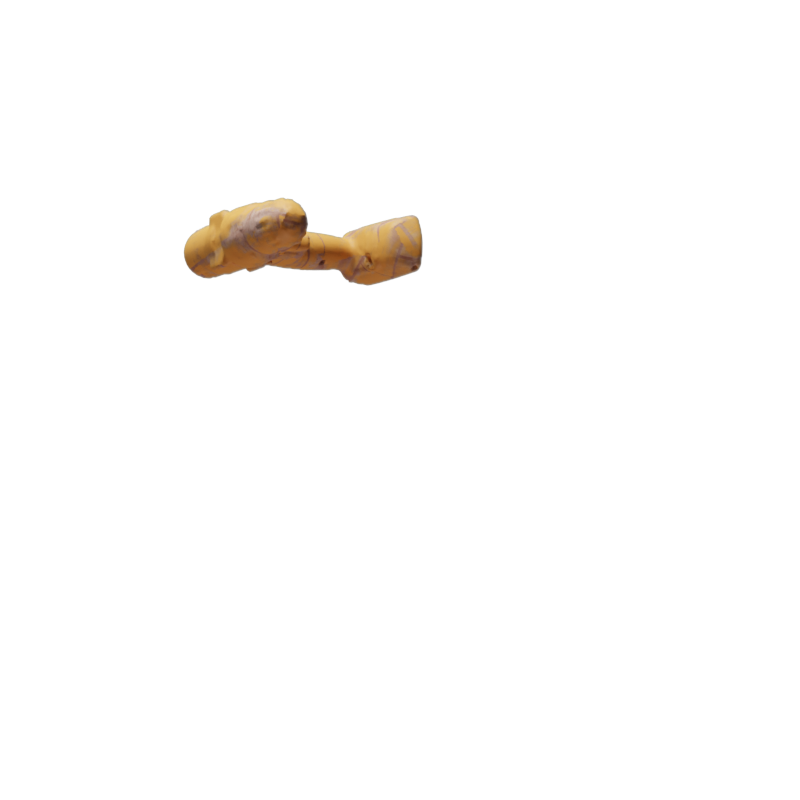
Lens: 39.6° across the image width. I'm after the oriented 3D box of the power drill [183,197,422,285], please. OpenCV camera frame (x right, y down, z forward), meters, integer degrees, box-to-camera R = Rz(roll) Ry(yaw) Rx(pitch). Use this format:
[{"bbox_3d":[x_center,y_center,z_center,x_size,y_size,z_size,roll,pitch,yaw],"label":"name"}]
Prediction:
[{"bbox_3d":[-0.076,-0.139,0.977,0.181,0.058,0.189,1,-2,-32],"label":"power drill"}]
